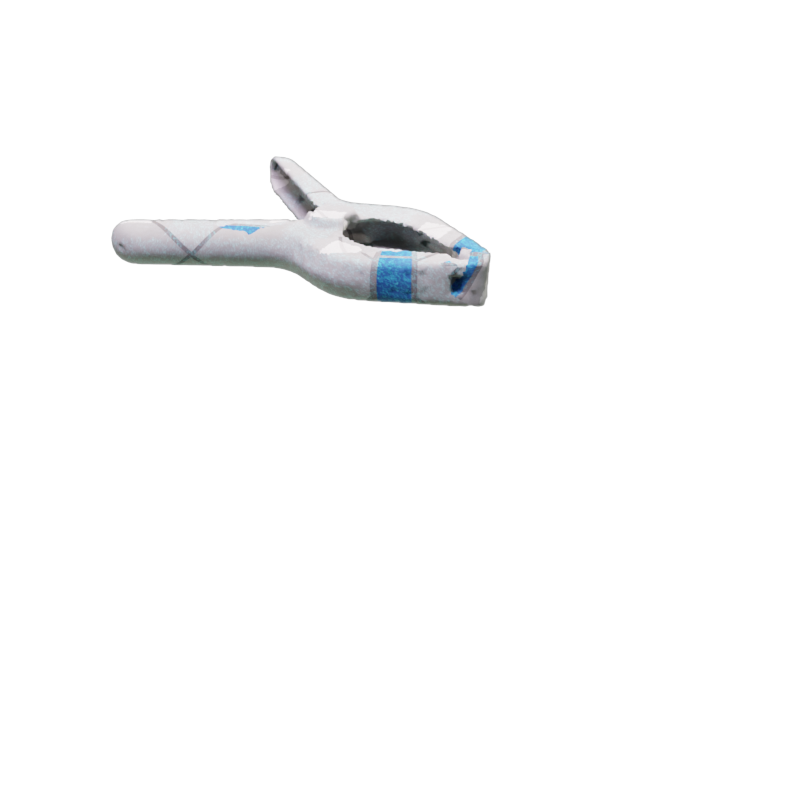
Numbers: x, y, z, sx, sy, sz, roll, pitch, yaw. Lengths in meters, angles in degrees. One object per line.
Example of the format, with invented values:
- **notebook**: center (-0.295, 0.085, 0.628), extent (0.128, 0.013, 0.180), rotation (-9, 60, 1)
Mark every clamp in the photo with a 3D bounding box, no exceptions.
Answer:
- **clamp**: center (-0.050, -0.092, 0.641), extent (0.223, 0.034, 0.164), rotation (23, 37, 34)
